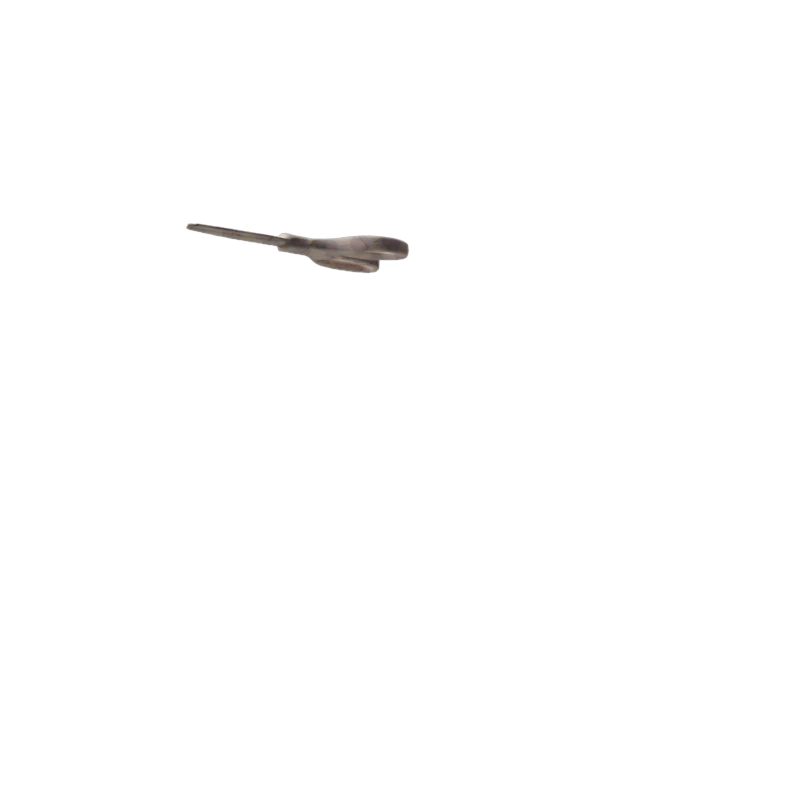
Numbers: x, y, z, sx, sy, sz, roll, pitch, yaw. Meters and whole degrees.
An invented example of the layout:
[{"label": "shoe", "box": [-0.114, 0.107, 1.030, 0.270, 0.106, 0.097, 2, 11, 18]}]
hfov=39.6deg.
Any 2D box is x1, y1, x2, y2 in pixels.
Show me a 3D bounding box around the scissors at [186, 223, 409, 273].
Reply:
[{"label": "scissors", "box": [-0.072, -0.131, 0.916, 0.099, 0.016, 0.191, -5, -8, 37]}]
